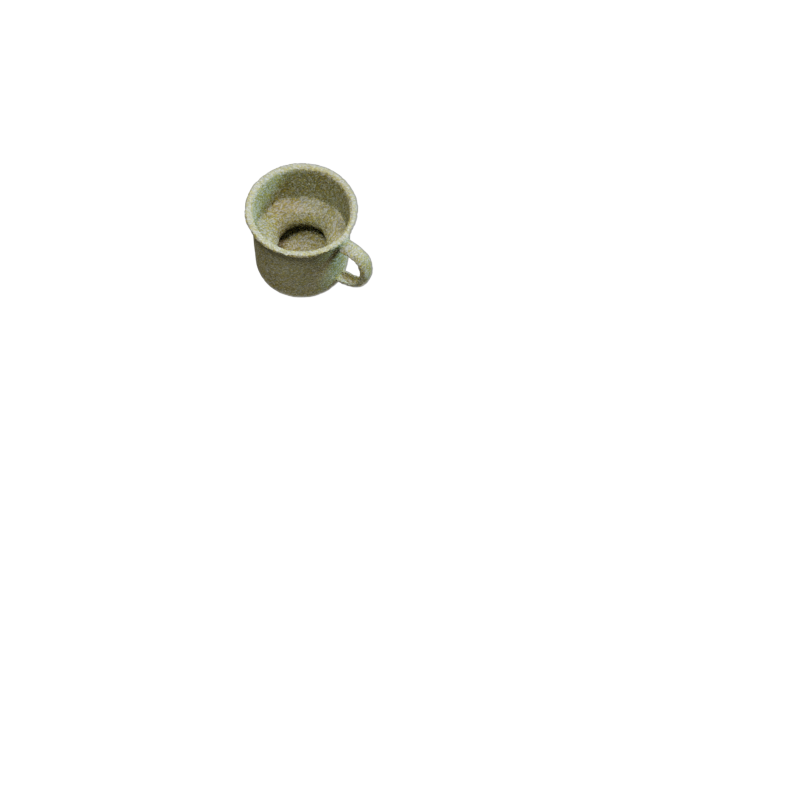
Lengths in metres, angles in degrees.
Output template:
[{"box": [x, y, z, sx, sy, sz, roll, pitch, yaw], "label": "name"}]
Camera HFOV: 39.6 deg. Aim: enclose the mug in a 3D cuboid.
[{"box": [-0.073, -0.134, 0.935, 0.122, 0.096, 0.077, 30, -26, 15], "label": "mug"}]
